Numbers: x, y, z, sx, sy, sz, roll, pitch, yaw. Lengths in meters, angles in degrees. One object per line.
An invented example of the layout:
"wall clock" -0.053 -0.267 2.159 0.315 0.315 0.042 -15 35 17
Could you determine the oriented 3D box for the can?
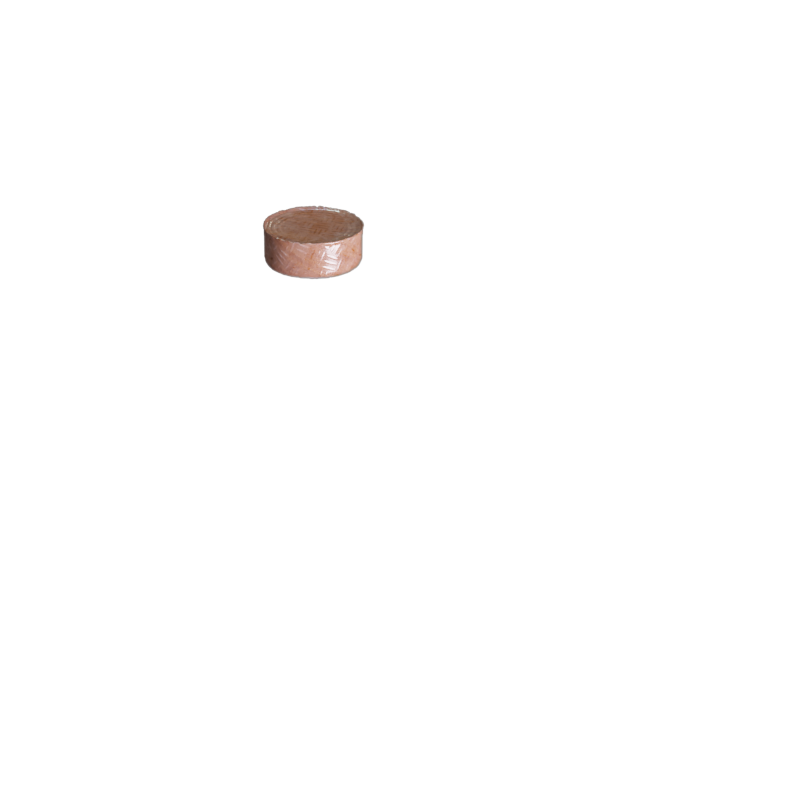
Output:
"can" -0.074 -0.135 0.946 0.086 0.032 0.091 -1 29 -2
